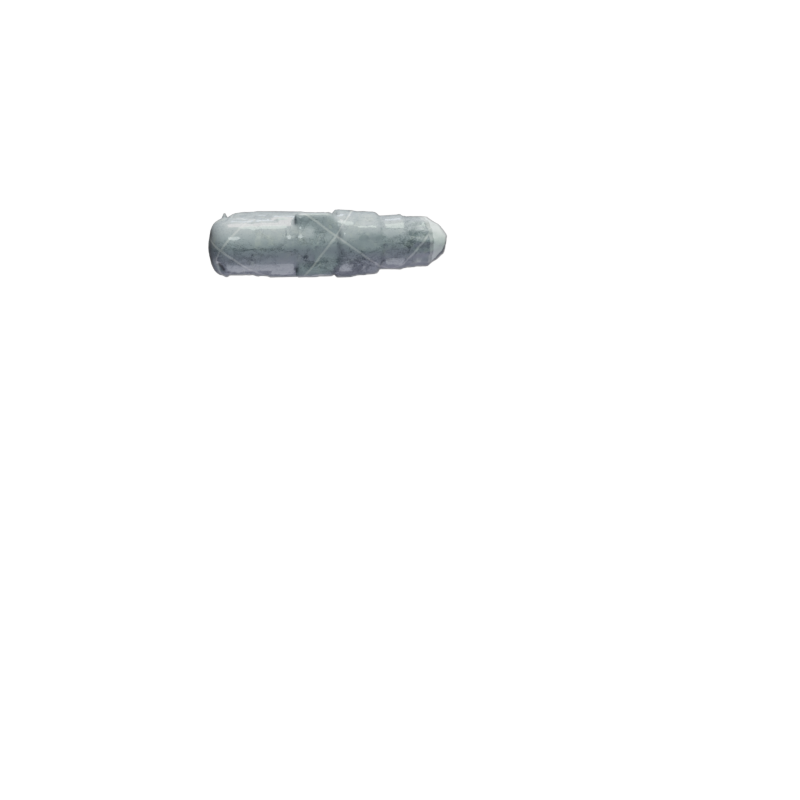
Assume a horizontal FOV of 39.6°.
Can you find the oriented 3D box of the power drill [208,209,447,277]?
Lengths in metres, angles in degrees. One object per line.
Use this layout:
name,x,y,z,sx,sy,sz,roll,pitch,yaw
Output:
power drill,-0.072,-0.131,0.917,0.182,0.057,0.192,-1,7,-13
